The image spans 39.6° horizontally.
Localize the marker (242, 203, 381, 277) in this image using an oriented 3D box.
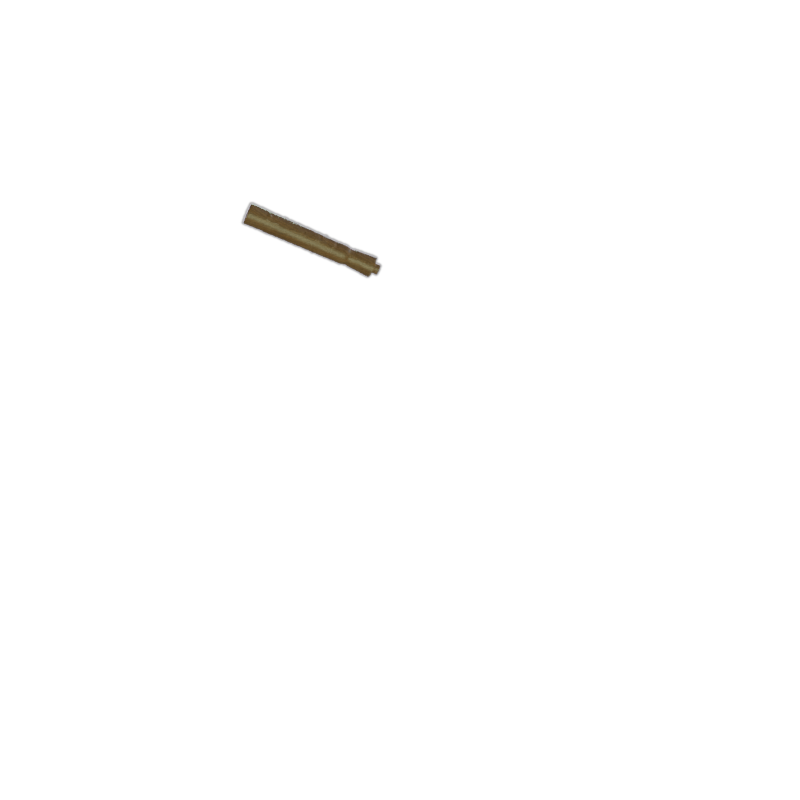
[{"bbox_3d":[-0.072,-0.132,0.924,0.119,0.020,0.020,23,0,-6],"label":"marker"}]
